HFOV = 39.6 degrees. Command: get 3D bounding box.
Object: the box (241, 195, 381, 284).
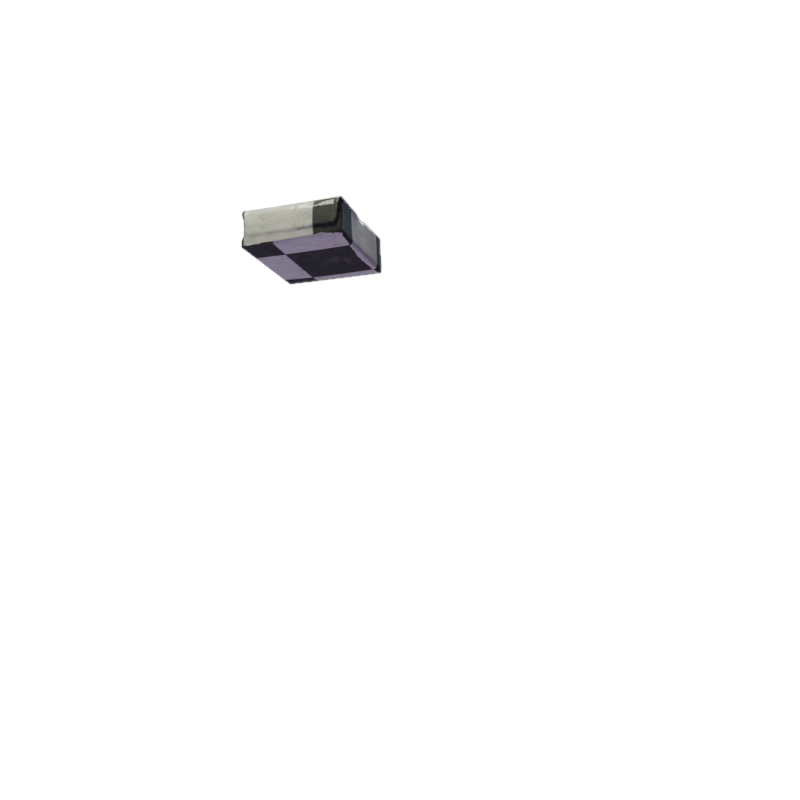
[{"bbox_3d":[-0.061,-0.111,0.780,0.074,0.031,0.084,-6,-16,19],"label":"box"}]
